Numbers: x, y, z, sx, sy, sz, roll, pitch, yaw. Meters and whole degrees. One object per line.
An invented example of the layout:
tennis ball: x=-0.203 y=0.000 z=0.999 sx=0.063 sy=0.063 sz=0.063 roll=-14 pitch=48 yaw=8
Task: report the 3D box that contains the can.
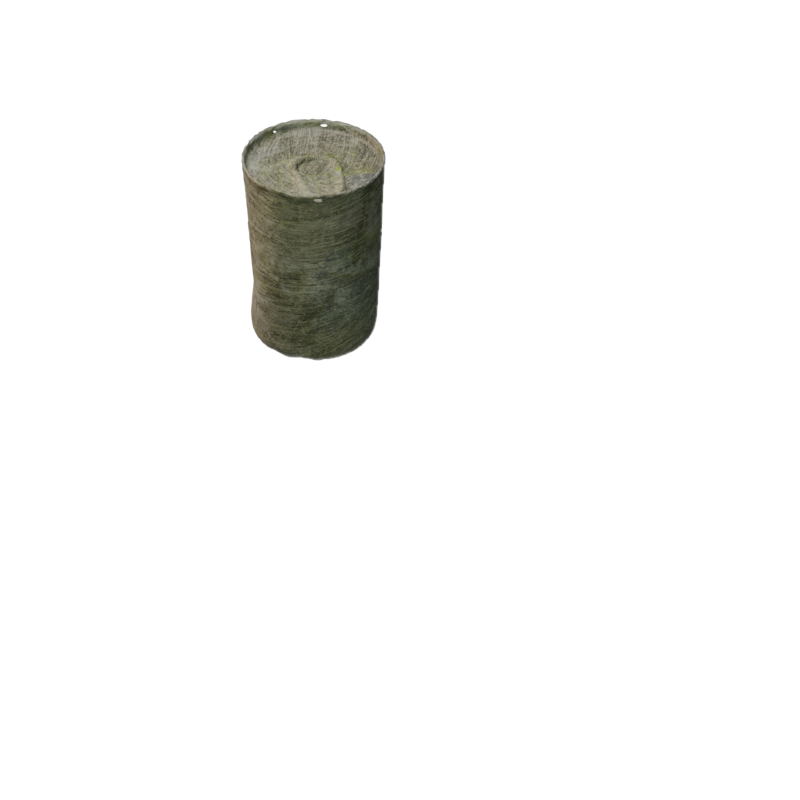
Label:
can: x=-0.043 y=-0.079 z=0.551 sx=0.068 sy=0.095 sz=0.073 roll=0 pitch=40 yaw=-3
